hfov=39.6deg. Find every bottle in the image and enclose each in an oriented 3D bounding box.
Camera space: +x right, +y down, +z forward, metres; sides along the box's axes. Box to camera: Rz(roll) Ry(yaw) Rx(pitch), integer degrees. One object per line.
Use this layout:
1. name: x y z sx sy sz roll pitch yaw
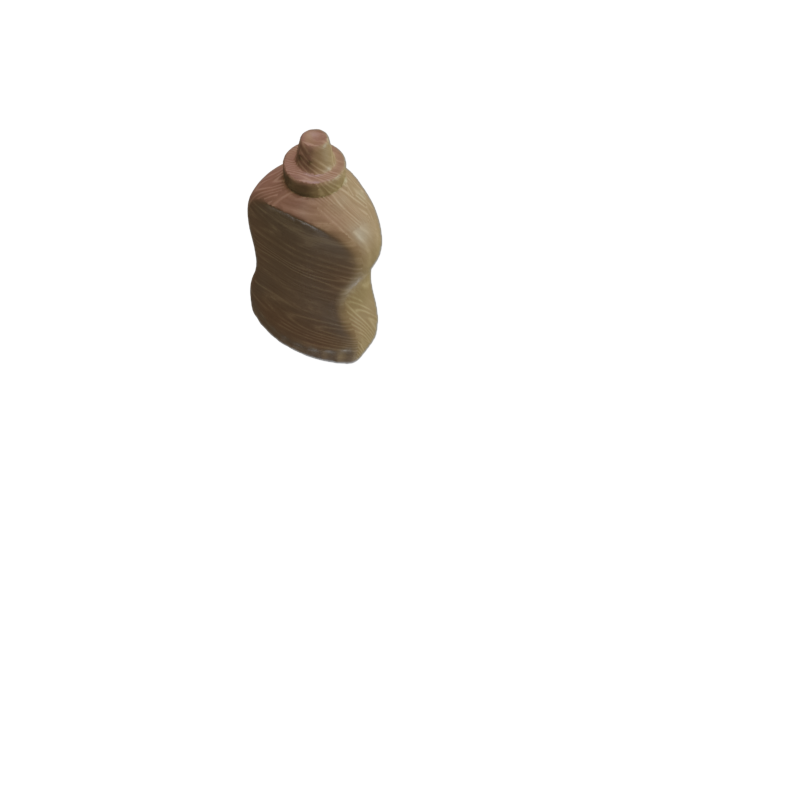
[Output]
1. bottle: -0.060 -0.109 0.763 0.100 0.060 0.179 30 -34 18
